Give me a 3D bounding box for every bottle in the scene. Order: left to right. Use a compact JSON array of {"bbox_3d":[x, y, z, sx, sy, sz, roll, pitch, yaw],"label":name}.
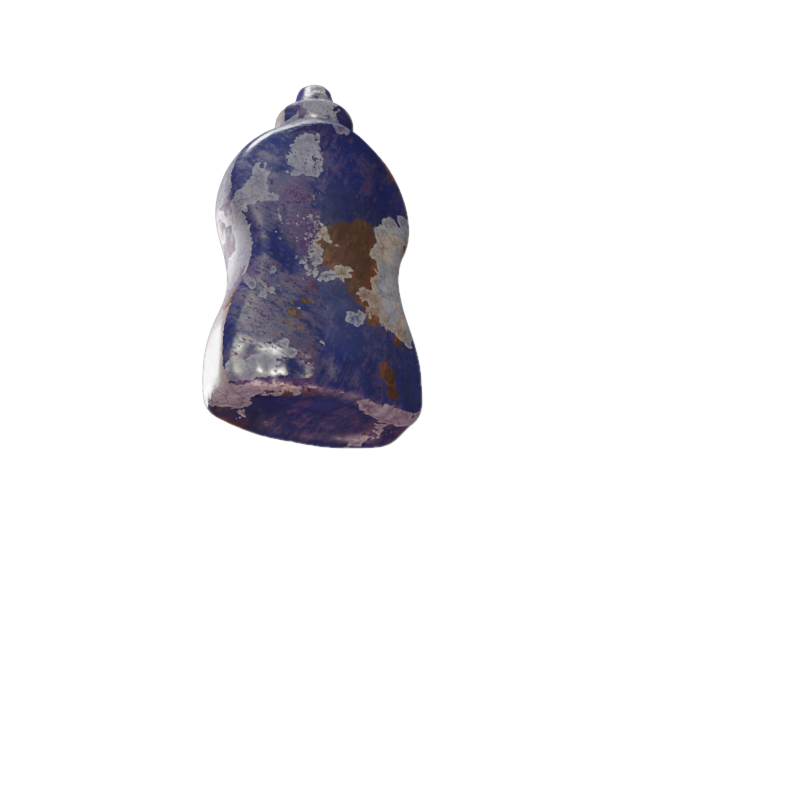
[{"bbox_3d":[-0.042,-0.077,0.535,0.093,0.205,0.056,10,-35,-19],"label":"bottle"}]
